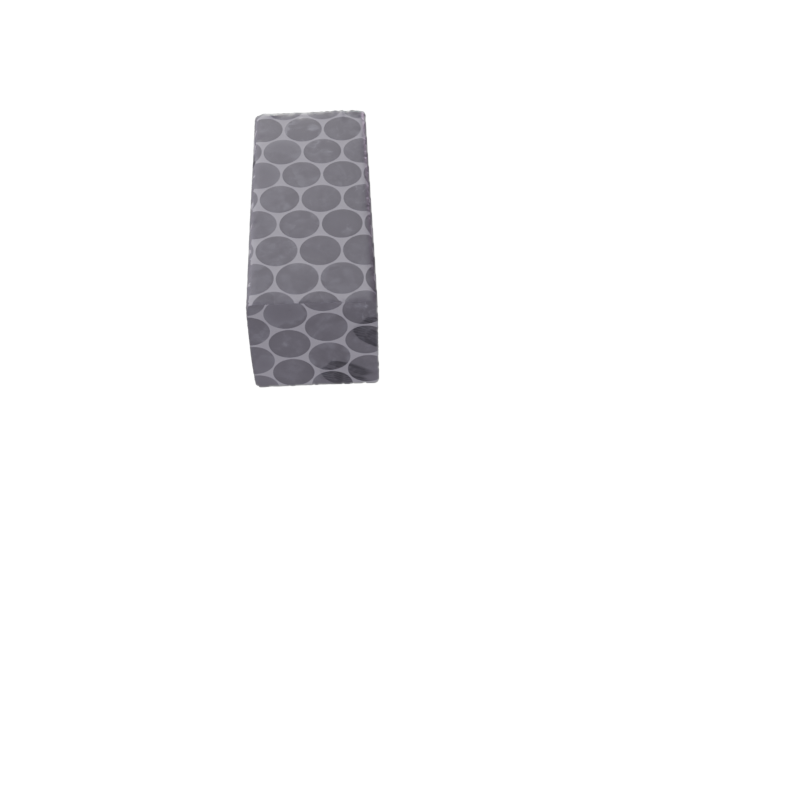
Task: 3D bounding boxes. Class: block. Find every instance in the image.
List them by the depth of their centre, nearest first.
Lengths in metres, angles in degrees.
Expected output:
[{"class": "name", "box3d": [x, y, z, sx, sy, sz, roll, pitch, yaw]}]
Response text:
[{"class": "block", "box3d": [-0.066, -0.120, 0.838, 0.091, 0.221, 0.084, -3, -42, -1]}]
